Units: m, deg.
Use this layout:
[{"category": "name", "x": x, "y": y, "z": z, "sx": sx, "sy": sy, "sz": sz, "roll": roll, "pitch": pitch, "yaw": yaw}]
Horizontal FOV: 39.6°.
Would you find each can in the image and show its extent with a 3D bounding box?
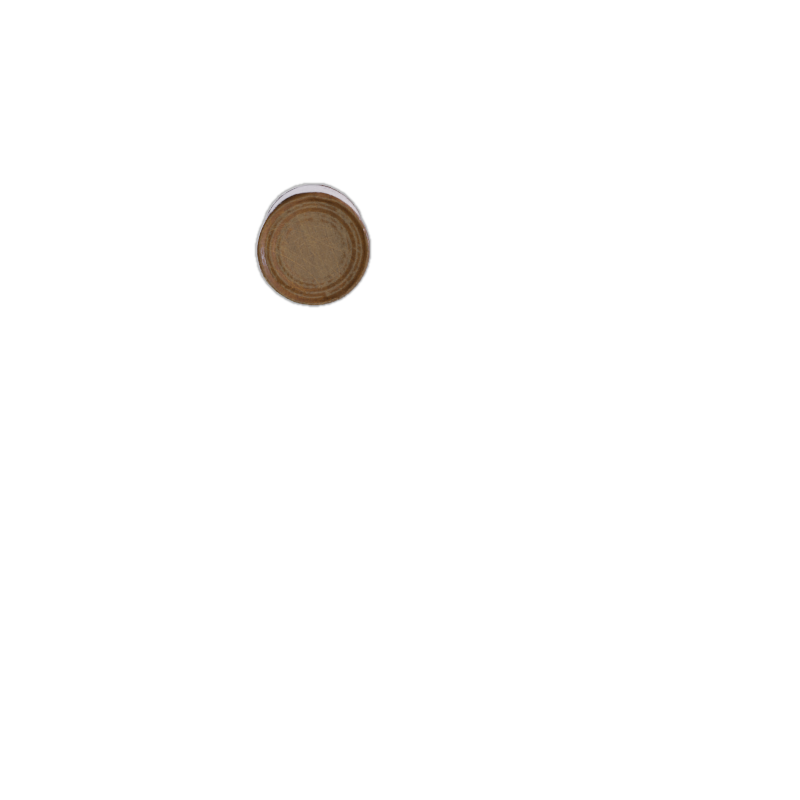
[{"category": "can", "x": -0.054, "y": -0.098, "z": 0.685, "sx": 0.068, "sy": 0.067, "sz": 0.105, "roll": 0, "pitch": 11, "yaw": -3}]
